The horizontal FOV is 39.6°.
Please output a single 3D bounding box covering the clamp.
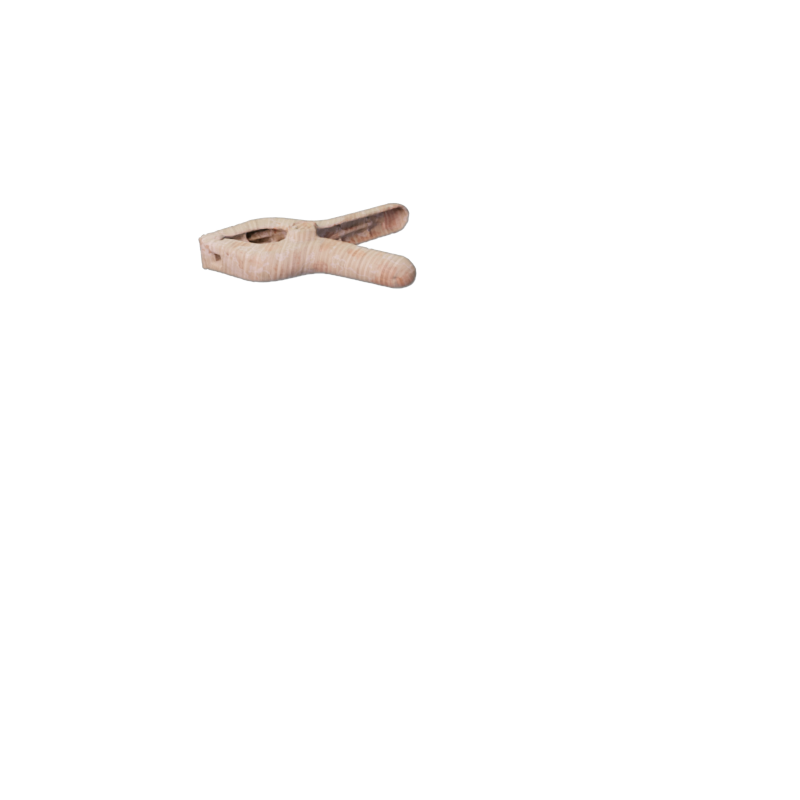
[{"bbox_3d":[-0.068,-0.124,0.870,0.174,0.037,0.125,4,26,8],"label":"clamp"}]
